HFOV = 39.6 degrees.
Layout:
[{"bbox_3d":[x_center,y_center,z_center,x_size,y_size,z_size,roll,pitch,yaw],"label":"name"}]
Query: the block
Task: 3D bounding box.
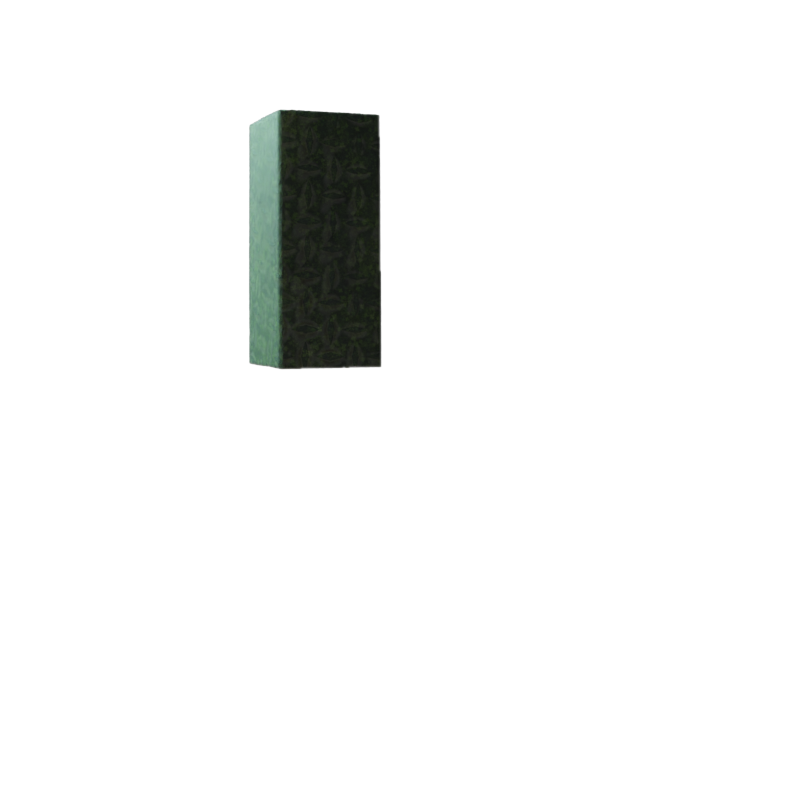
[{"bbox_3d":[-0.073,-0.133,0.928,0.088,0.207,0.092,1,-2,-22],"label":"block"}]
